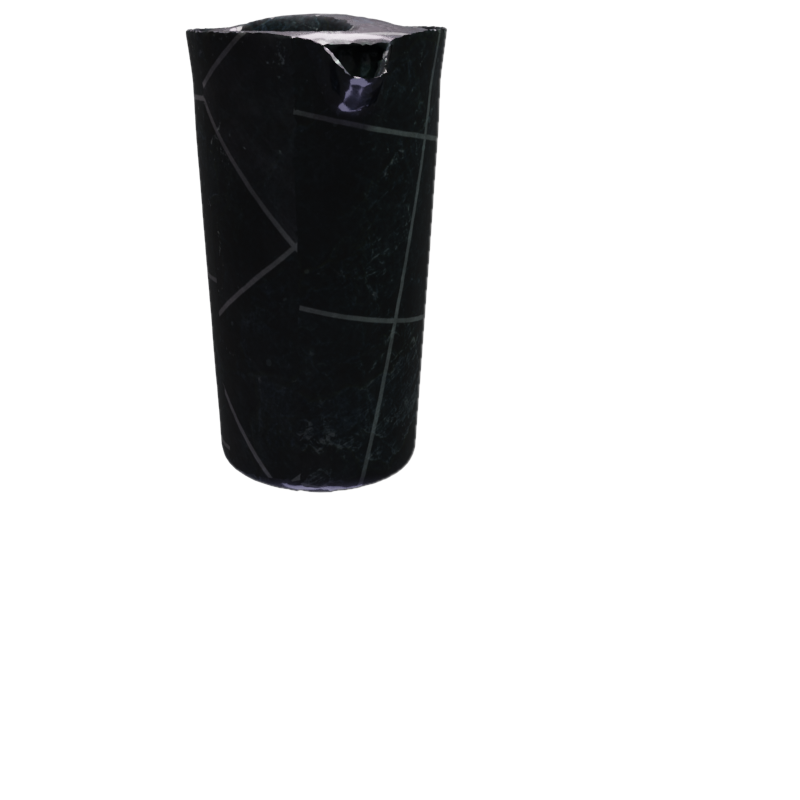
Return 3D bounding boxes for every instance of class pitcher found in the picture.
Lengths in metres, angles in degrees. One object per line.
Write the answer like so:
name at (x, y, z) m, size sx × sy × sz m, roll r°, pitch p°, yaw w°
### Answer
pitcher at (-0.047, -0.086, 0.603) m, size 0.150 × 0.235 × 0.149 m, roll 8°, pitch 17°, yaw 25°
